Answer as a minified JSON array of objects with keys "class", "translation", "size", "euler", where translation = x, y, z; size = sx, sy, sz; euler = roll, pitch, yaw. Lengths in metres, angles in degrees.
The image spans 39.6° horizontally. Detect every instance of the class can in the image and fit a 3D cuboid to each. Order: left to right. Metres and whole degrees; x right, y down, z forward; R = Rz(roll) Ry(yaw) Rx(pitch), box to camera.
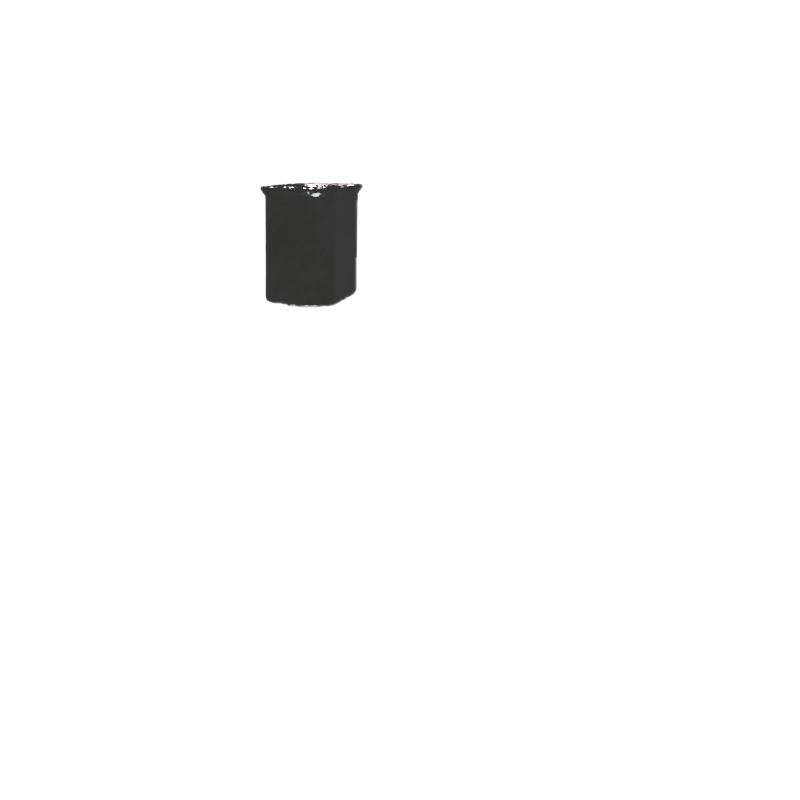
[{"class":"can","translation":[-0.064,-0.116,0.813],"size":[0.059,0.082,0.102],"euler":[2,10,13]}]
